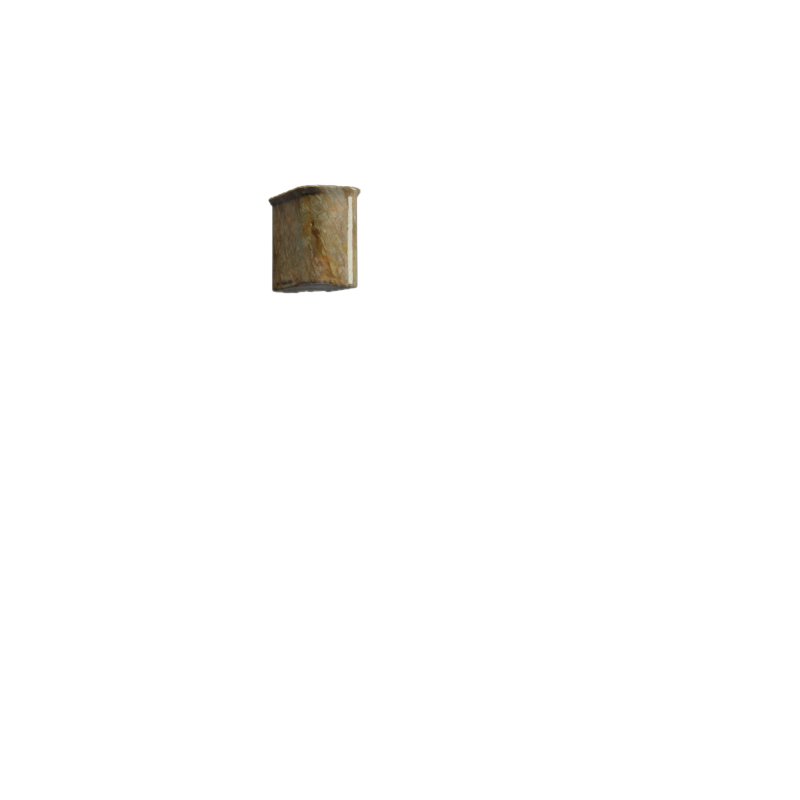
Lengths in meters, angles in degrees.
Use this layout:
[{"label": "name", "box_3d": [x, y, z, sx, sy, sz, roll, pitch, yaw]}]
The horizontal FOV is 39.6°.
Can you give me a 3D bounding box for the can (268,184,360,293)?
[{"label": "can", "box_3d": [-0.075, -0.137, 0.957, 0.056, 0.085, 0.104, 2, -2, -26]}]
